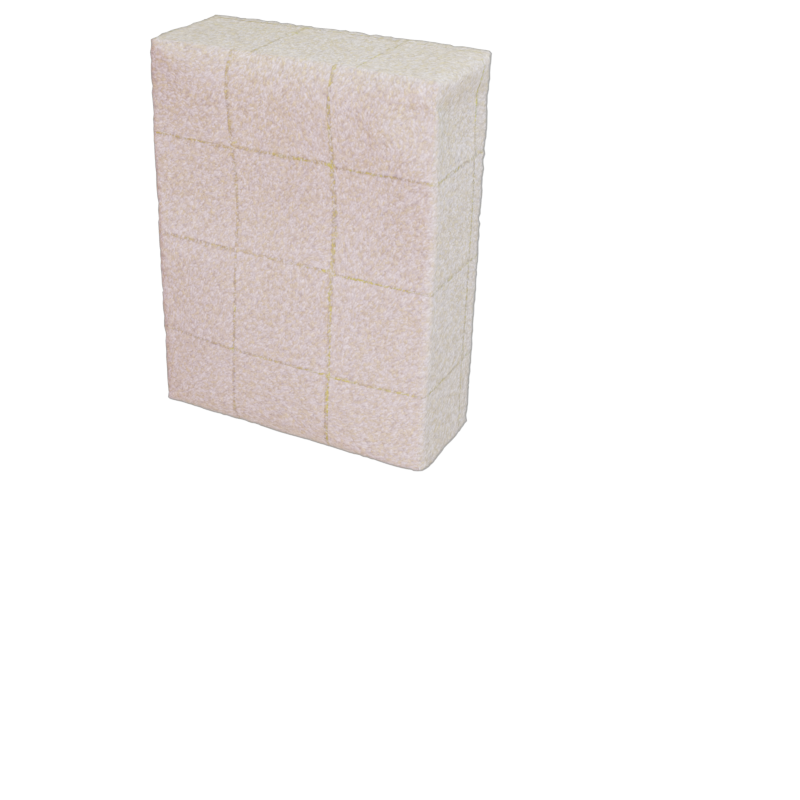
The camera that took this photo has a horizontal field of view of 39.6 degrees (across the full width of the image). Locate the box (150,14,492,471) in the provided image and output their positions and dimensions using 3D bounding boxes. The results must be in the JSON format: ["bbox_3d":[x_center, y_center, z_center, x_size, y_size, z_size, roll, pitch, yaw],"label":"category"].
[{"bbox_3d":[-0.046,-0.084,0.587,0.171,0.202,0.073,15,29,25],"label":"box"}]
